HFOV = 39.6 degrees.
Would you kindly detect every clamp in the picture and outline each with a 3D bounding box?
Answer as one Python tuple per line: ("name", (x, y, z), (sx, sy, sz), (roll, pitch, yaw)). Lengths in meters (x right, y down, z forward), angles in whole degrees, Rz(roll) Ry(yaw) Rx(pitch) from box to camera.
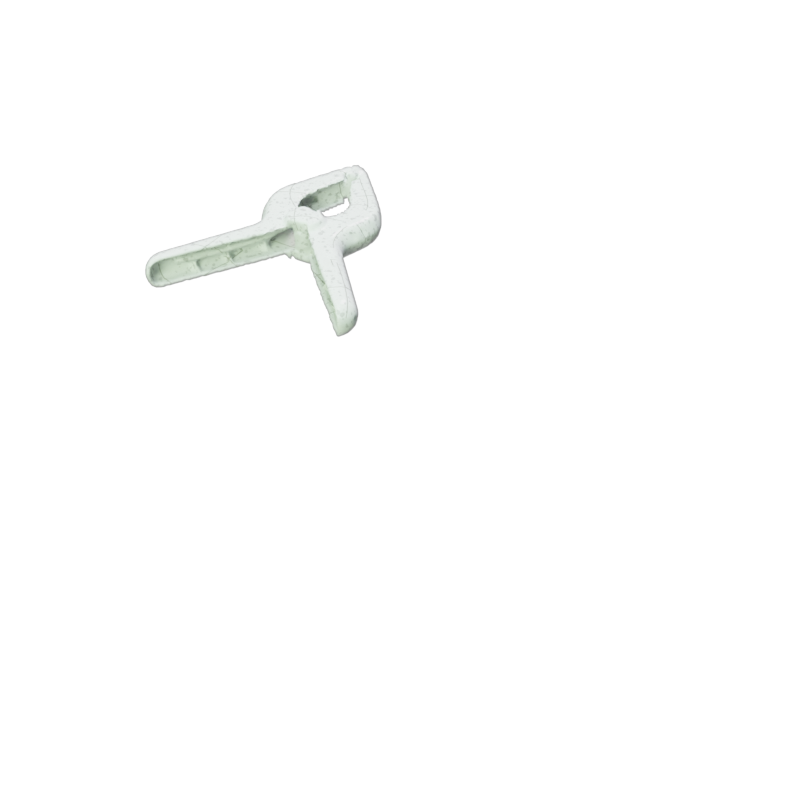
("clamp", (-0.065, -0.119, 0.836), (0.173, 0.034, 0.214), (20, 40, 25))
